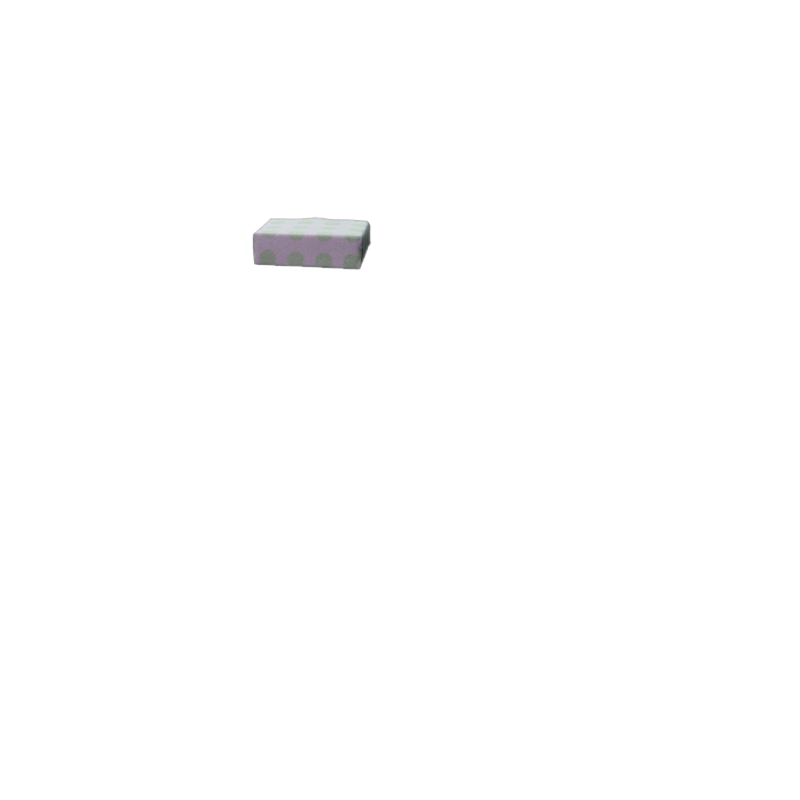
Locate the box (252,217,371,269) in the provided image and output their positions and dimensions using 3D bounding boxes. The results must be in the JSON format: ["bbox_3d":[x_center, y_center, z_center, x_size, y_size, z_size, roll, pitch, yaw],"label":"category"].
[{"bbox_3d":[-0.071,-0.131,0.915,0.090,0.029,0.075,2,18,6],"label":"box"}]
